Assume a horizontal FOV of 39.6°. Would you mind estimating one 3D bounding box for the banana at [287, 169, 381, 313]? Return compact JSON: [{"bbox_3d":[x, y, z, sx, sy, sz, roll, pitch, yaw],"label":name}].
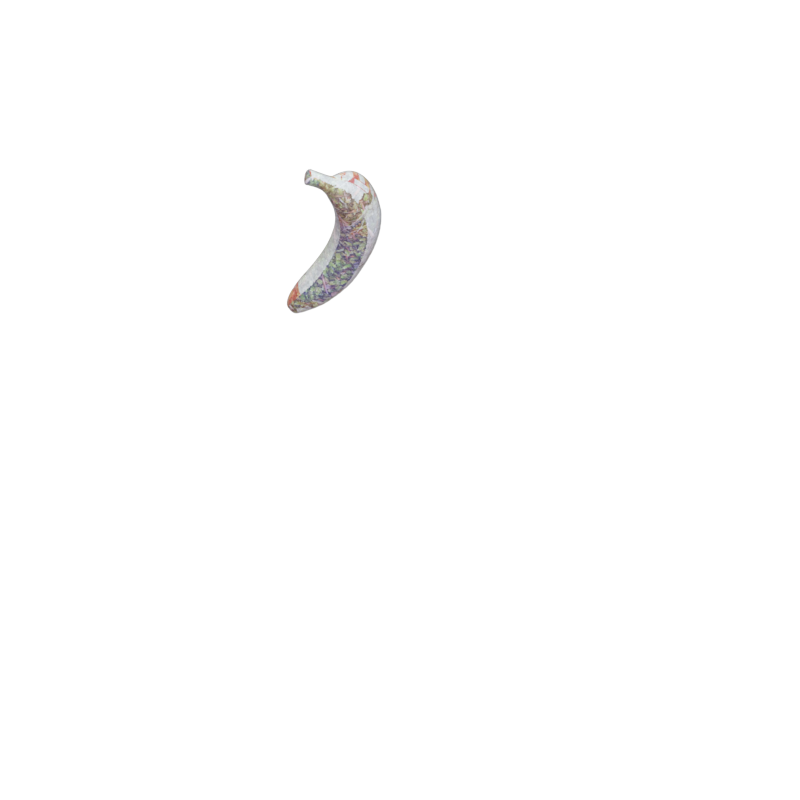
[{"bbox_3d":[-0.054,-0.134,0.927,0.069,0.039,0.187,4,-32,-8],"label":"banana"}]
